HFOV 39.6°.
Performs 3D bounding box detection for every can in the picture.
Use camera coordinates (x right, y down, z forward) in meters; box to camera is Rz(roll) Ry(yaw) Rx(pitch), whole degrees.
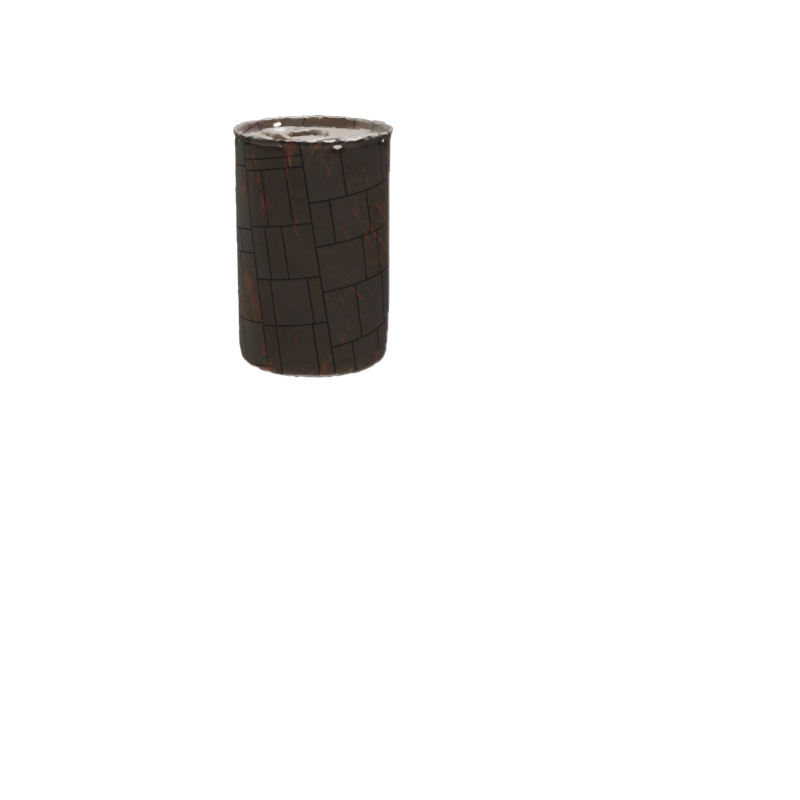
[{"bbox_3d":[-0.038,-0.069,0.485,0.068,0.098,0.071,0,18,-2],"label":"can"}]
